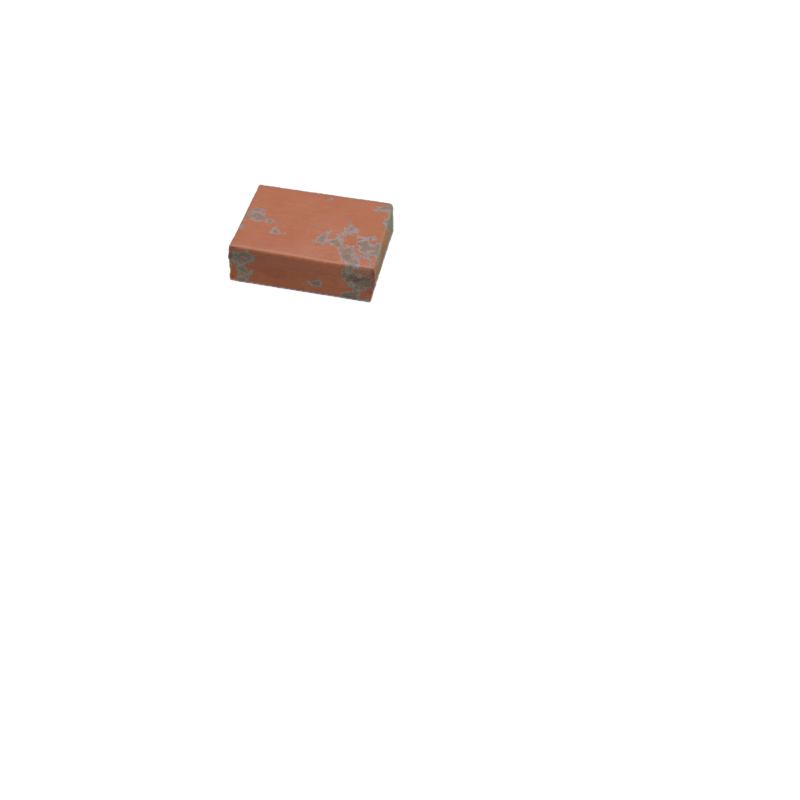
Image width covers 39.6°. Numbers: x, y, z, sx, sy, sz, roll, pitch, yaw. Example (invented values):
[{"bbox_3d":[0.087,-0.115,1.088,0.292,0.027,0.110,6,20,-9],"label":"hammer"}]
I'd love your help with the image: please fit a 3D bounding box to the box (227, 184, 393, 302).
[{"bbox_3d":[-0.067,-0.122,0.857,0.115,0.036,0.095,7,39,8],"label":"box"}]
